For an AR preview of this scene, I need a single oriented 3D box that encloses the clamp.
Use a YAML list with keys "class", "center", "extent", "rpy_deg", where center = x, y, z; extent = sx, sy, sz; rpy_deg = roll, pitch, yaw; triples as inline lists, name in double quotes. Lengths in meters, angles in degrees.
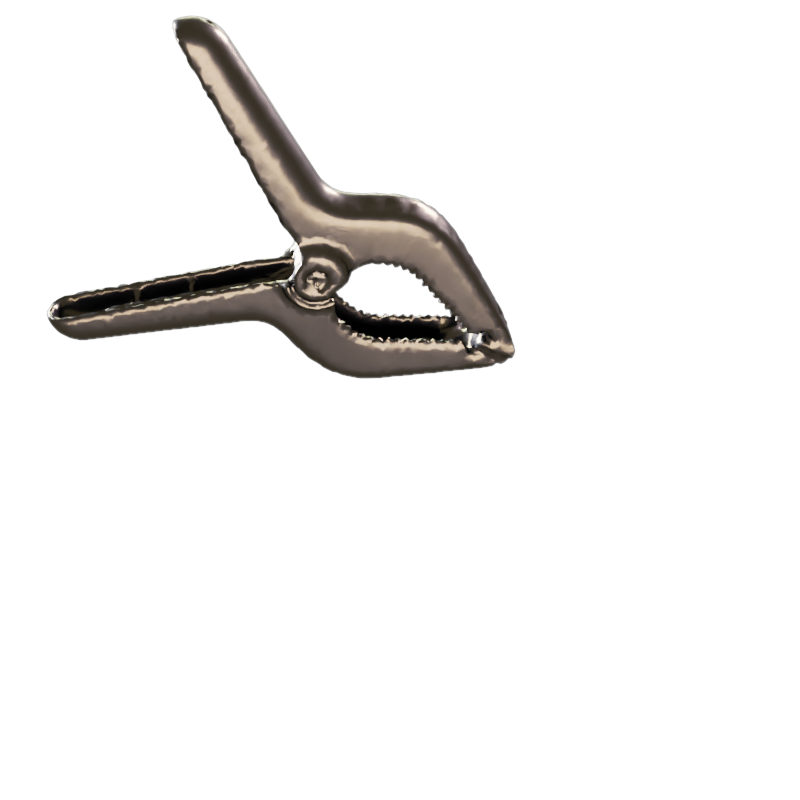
- class: "clamp"
  center: [-0.039, -0.071, 0.498]
  extent: [0.206, 0.158, 0.039]
  rpy_deg: [17, 30, -10]
